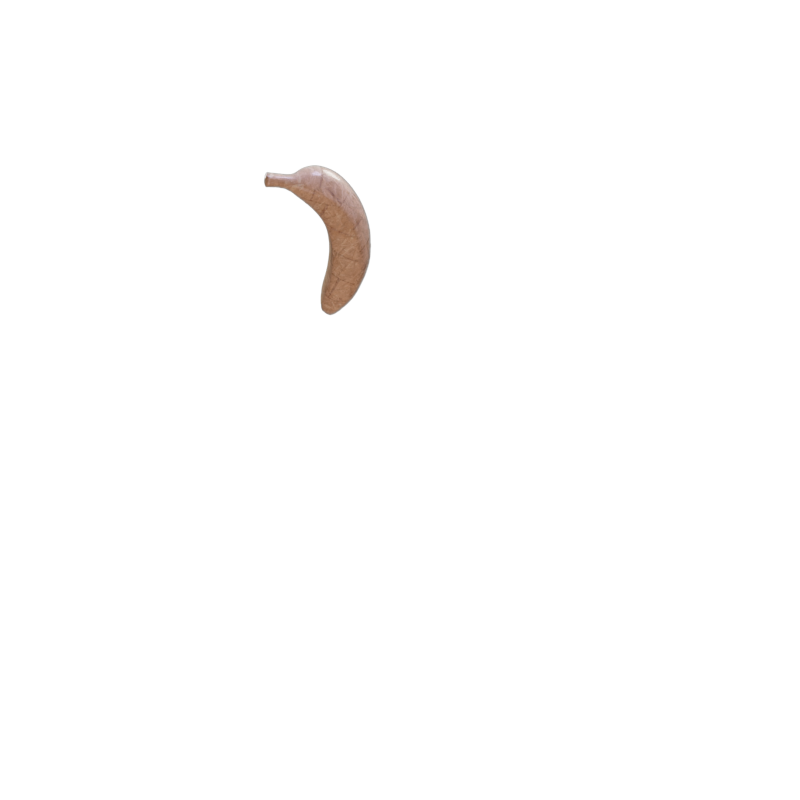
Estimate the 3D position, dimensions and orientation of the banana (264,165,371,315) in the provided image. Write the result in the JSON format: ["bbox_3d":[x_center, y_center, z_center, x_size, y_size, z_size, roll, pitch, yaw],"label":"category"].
[{"bbox_3d":[-0.060,-0.146,0.980,0.070,0.039,0.182,-9,-38,10],"label":"banana"}]
